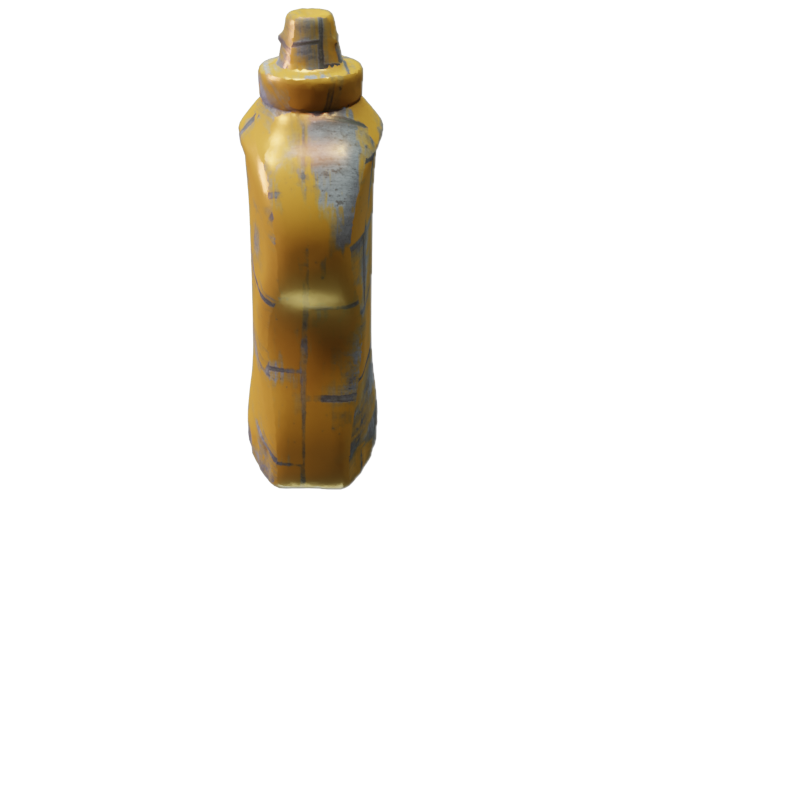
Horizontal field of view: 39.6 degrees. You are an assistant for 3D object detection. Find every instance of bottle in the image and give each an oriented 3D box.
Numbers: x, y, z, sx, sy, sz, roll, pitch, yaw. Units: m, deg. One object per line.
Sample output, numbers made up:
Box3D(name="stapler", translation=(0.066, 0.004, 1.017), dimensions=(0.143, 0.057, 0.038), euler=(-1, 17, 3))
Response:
Box3D(name="bottle", translation=(-0.037, -0.066, 0.462), dimensions=(0.058, 0.181, 0.101), euler=(2, 27, 0))
